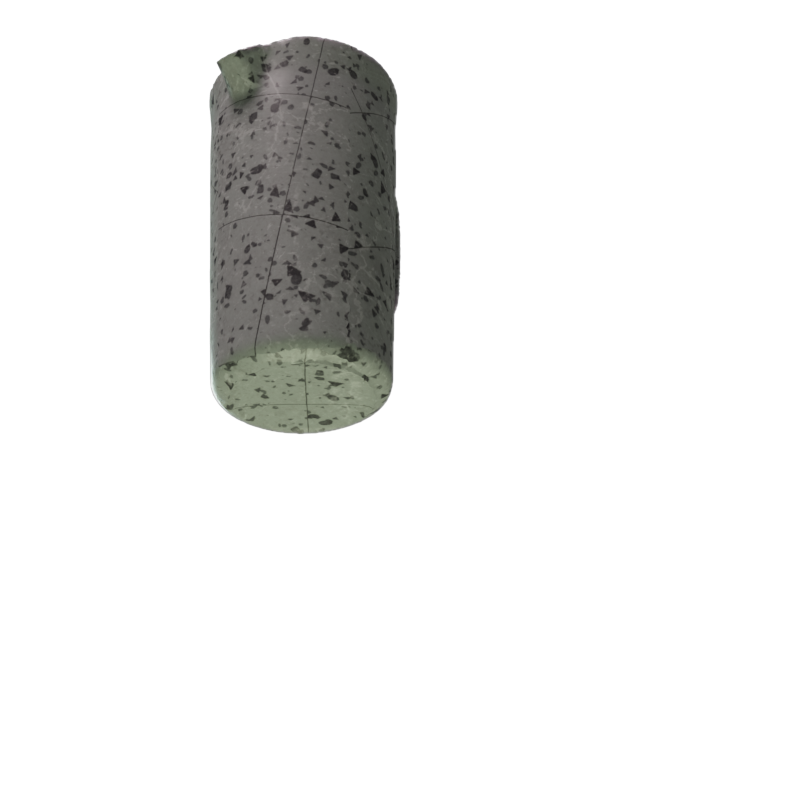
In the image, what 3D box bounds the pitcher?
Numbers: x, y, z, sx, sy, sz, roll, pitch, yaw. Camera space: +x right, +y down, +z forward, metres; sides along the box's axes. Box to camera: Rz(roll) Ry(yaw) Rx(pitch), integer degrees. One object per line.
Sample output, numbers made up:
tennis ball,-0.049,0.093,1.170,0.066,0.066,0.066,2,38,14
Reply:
pitcher,-0.057,-0.103,0.724,0.147,0.260,0.137,5,-34,-10
